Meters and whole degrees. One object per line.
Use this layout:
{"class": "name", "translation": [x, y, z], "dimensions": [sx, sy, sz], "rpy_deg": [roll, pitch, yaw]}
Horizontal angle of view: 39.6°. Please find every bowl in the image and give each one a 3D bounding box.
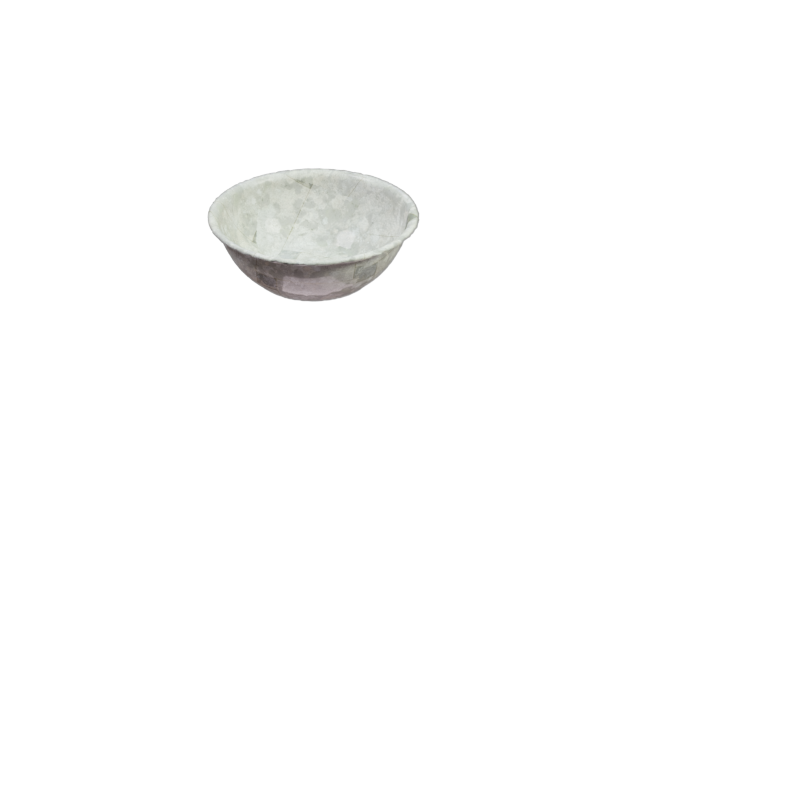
{"class": "bowl", "translation": [-0.067, -0.122, 0.857], "dimensions": [0.162, 0.052, 0.173], "rpy_deg": [-1, 34, -2]}
